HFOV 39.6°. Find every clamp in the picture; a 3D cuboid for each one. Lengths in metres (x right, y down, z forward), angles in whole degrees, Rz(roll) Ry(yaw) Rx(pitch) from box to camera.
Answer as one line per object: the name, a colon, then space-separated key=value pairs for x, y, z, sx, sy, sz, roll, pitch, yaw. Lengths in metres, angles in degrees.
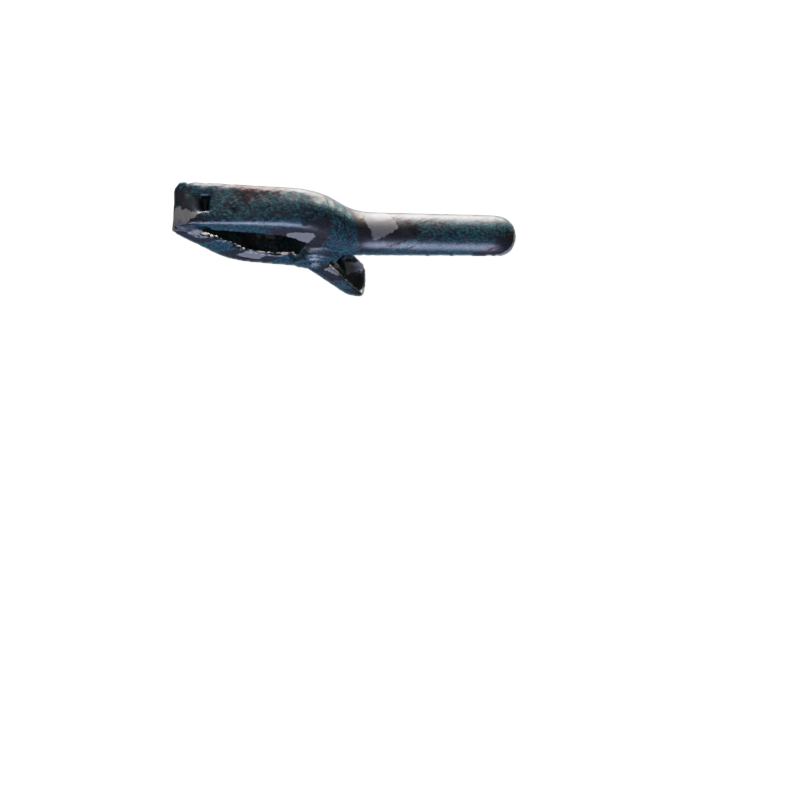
clamp: x=-0.056 y=-0.102 z=0.716 sx=0.201 sy=0.038 sz=0.166 roll=6 pitch=-11 yaw=-31
